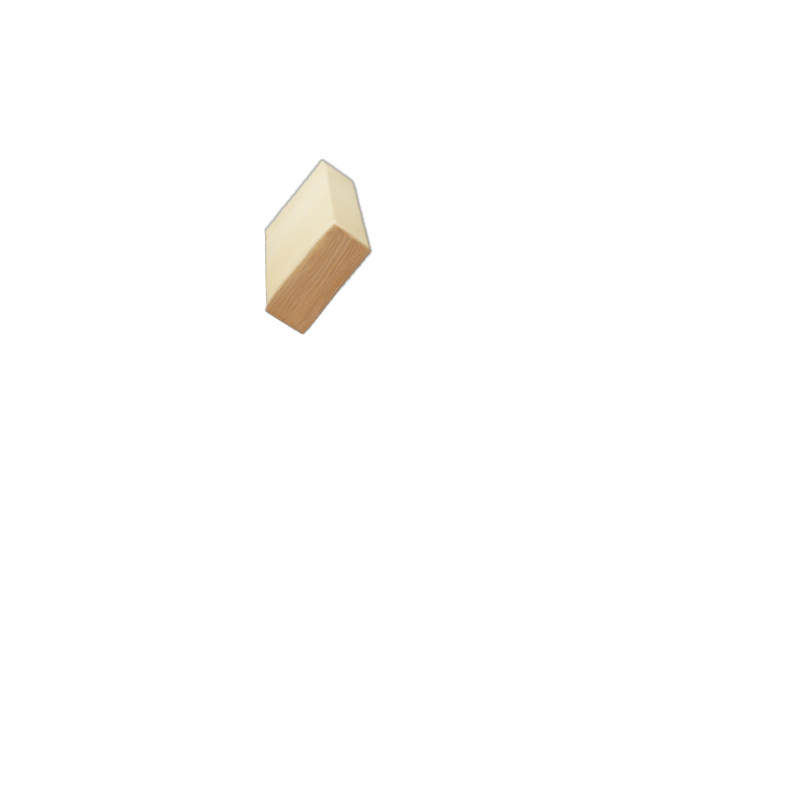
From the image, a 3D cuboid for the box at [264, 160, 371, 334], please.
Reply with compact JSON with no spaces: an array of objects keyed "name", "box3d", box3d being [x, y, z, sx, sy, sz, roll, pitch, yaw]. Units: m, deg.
[{"name":"box","box3d":[-0.074,-0.135,0.946,0.046,0.092,0.186,35,19,-19]}]
